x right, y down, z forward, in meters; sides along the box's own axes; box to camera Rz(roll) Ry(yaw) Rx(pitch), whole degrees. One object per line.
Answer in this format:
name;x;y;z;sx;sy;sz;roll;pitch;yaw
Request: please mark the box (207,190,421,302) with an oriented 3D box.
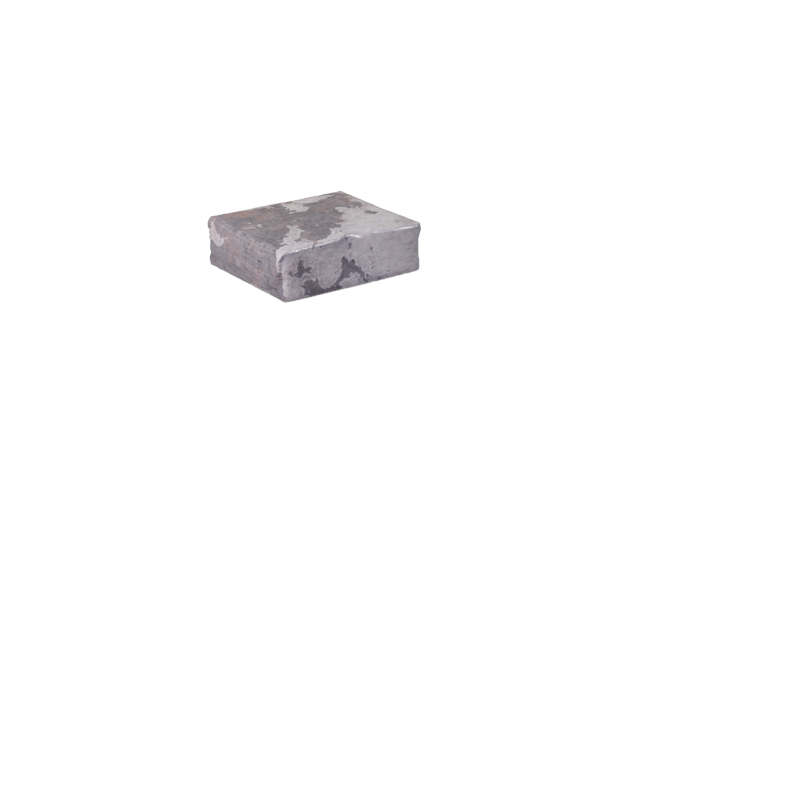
box;-0.046;-0.083;0.584;0.088;0.029;0.078;-17;30;-32
